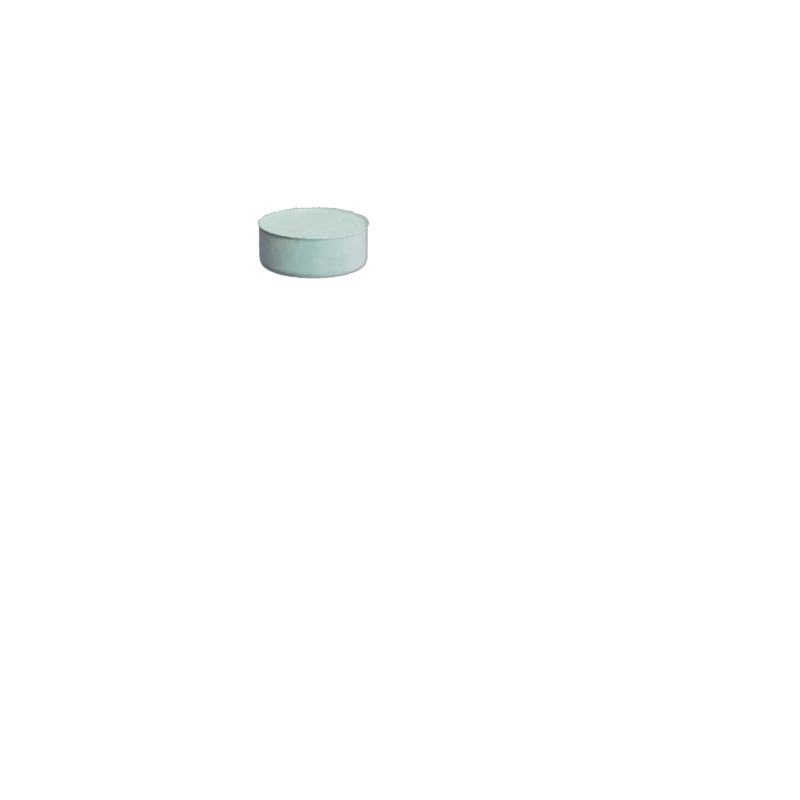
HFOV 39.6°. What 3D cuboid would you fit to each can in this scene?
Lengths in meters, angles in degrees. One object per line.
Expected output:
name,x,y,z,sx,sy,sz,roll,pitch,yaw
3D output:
can,-0.067,-0.123,0.859,0.086,0.032,0.090,-1,23,-2
